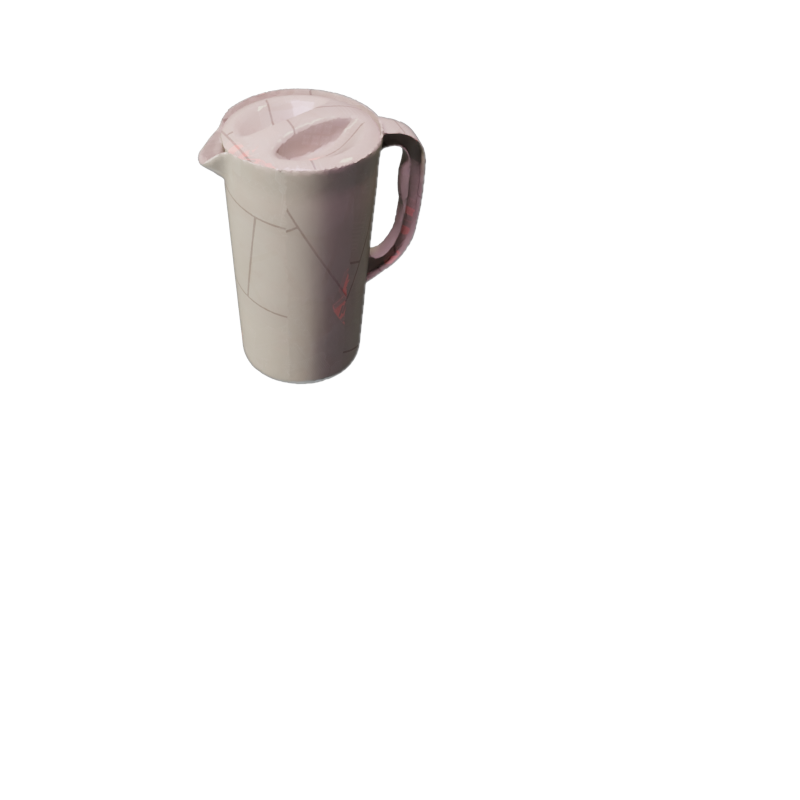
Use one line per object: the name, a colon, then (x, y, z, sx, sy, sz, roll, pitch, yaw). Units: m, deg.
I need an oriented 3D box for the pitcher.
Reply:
pitcher: (-0.075, -0.136, 0.955, 0.156, 0.227, 0.149, 20, 43, 20)
